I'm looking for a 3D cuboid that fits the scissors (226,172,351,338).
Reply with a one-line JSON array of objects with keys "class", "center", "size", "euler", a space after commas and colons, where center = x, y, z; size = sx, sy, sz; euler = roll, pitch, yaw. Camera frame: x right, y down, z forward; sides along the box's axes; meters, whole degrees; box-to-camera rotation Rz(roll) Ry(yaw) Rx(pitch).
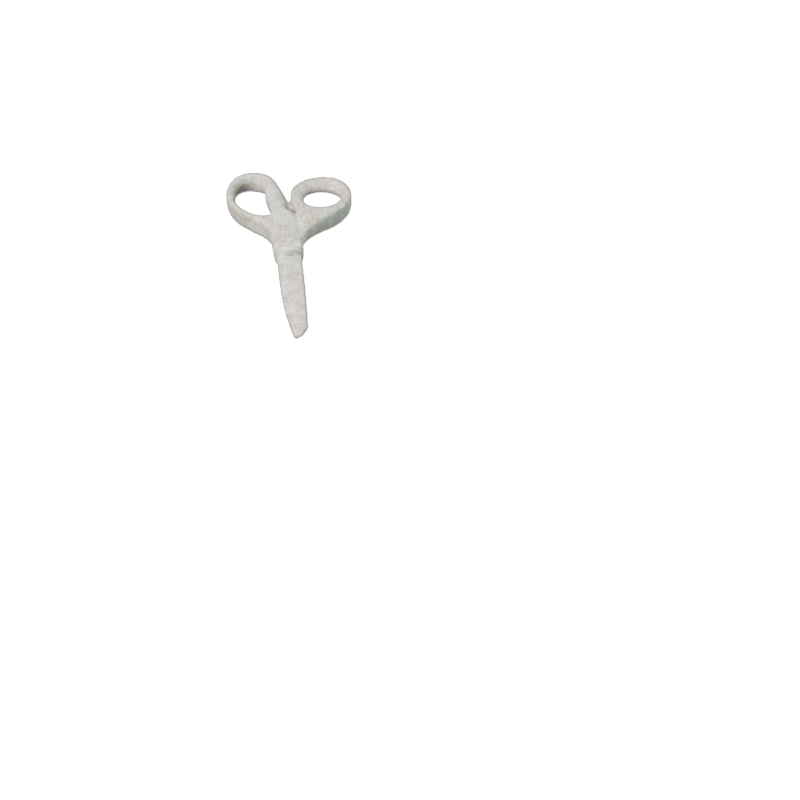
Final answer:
[{"class": "scissors", "center": [-0.057, -0.104, 0.727], "size": [0.095, 0.015, 0.218], "euler": [-13, 38, -18]}]
